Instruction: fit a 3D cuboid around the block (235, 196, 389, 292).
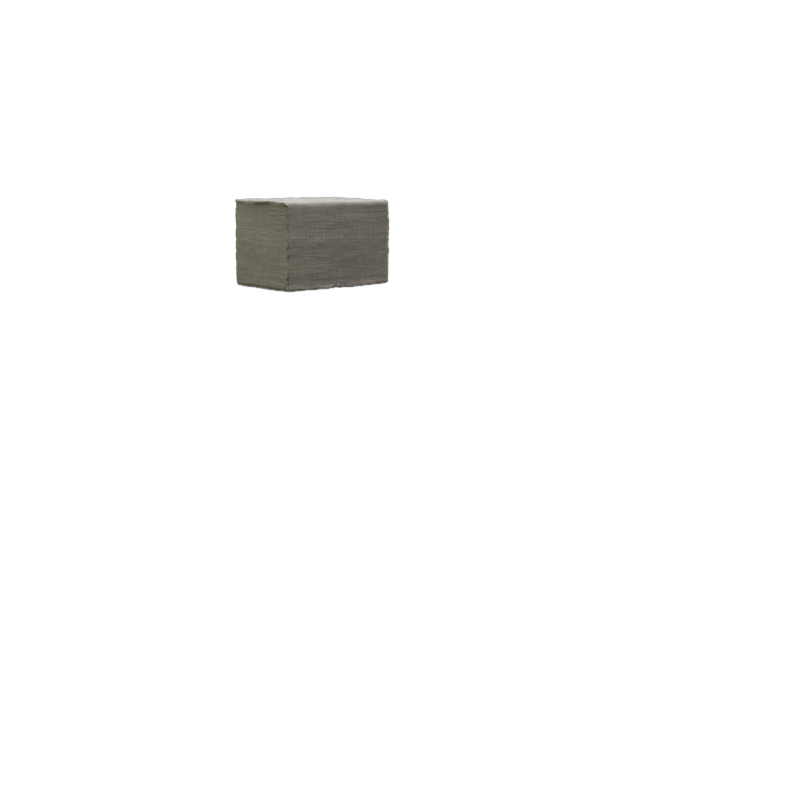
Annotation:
[{"bbox_3d":[-0.051,-0.093,0.653,0.075,0.050,0.055,-8,11,-40],"label":"block"}]
